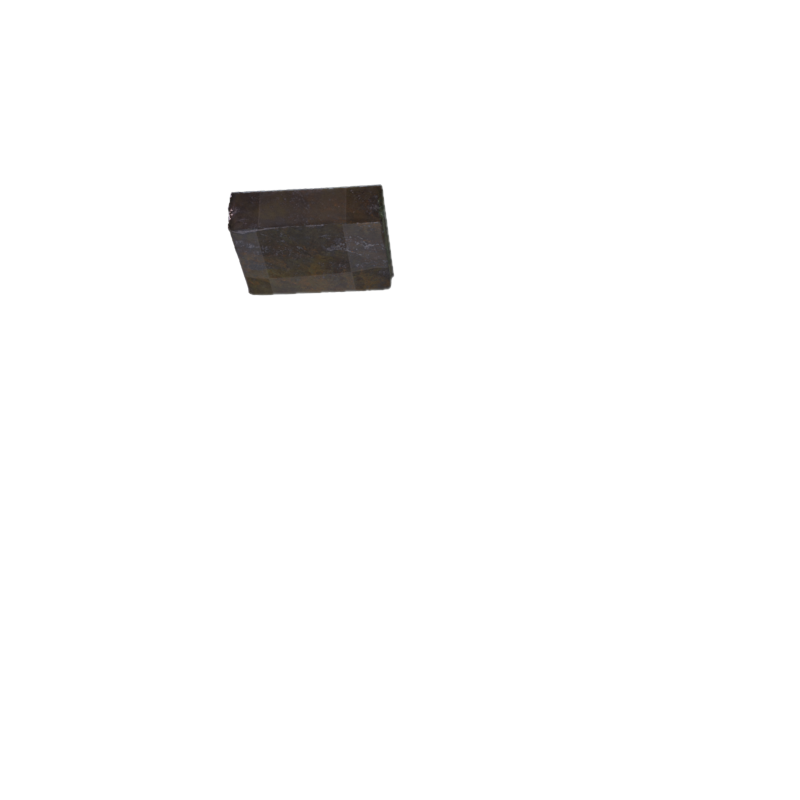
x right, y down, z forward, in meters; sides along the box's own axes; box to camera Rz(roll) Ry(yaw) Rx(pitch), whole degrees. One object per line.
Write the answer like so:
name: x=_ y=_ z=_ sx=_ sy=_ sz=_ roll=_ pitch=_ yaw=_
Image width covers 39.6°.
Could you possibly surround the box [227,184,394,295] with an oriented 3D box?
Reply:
box: x=-0.064 y=-0.117 z=0.818 sx=0.114 sy=0.041 sz=0.084 roll=-3 pitch=-31 yaw=5
